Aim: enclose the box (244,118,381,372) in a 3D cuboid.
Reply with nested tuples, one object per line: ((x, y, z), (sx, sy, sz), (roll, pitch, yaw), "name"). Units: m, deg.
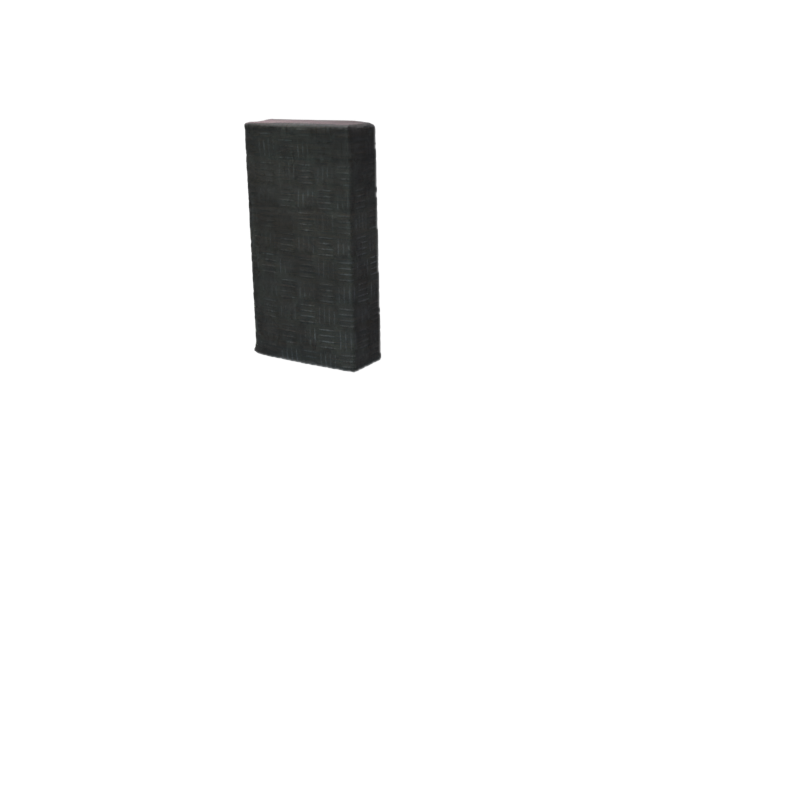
((-0.063, -0.115, 0.809), (0.097, 0.172, 0.047), (8, 12, 33), "box")
